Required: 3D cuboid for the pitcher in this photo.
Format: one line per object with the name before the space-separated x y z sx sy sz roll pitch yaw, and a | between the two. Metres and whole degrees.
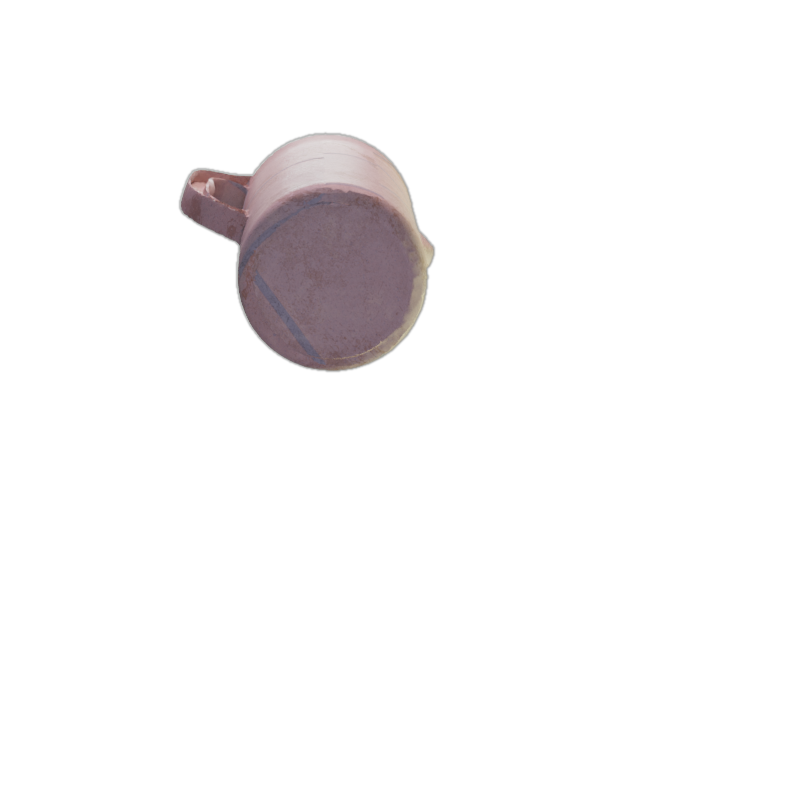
pitcher | -0.057 -0.104 0.731 0.149 0.141 0.251 -24 15 3
